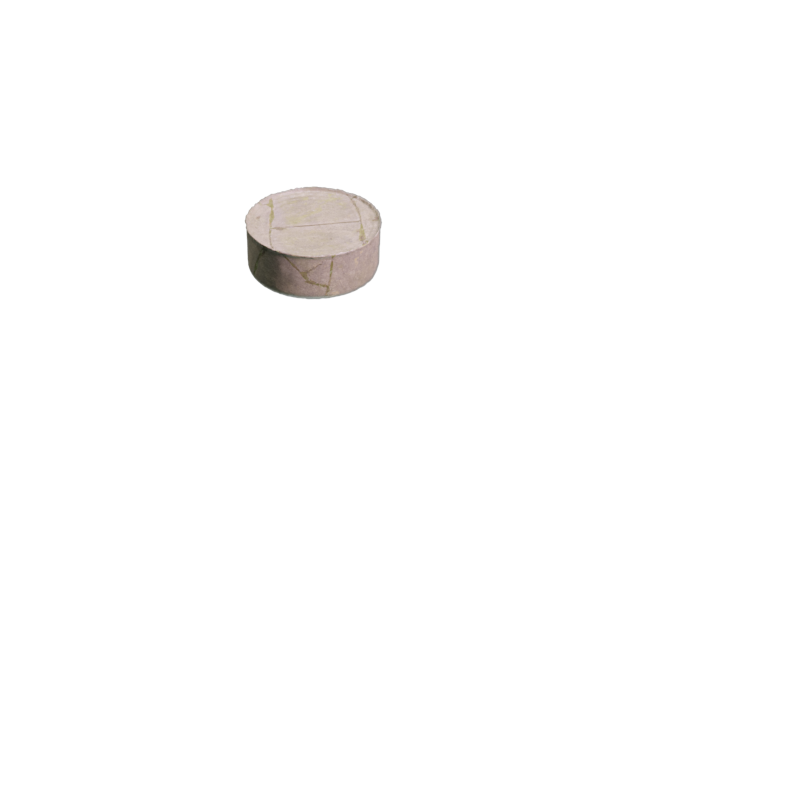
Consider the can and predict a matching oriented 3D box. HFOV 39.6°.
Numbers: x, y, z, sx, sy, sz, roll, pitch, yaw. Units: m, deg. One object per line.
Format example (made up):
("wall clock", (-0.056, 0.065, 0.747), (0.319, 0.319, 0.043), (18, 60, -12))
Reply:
("can", (-0.055, -0.100, 0.703), (0.086, 0.031, 0.092), (-1, 37, -2))
